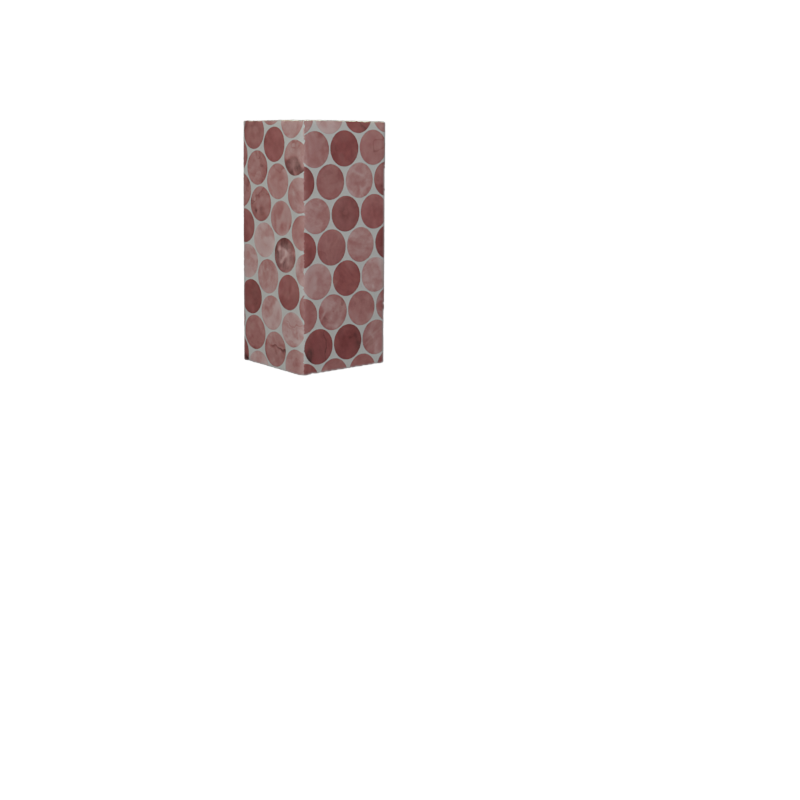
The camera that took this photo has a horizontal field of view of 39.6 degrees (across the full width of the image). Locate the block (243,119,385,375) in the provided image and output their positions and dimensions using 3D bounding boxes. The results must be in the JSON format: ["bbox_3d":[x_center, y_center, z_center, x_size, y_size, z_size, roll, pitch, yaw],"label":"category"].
[{"bbox_3d":[-0.074,-0.135,0.947,0.088,0.203,0.094,-5,9,-40],"label":"block"}]
